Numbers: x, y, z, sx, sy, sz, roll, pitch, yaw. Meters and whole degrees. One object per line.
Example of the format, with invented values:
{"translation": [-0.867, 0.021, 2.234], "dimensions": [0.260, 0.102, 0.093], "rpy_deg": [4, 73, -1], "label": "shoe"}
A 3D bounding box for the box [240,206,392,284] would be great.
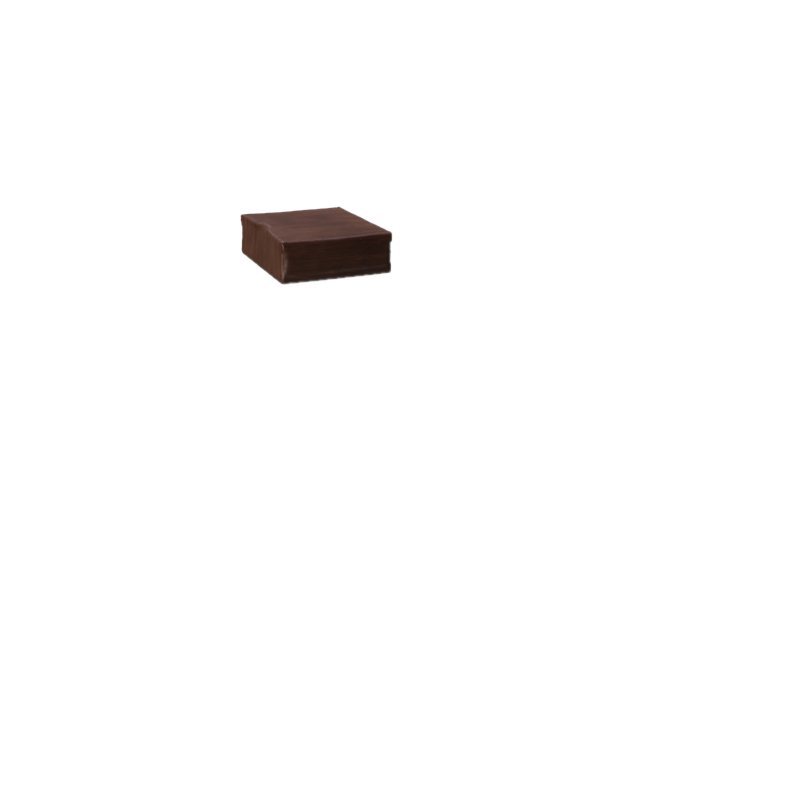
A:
{"translation": [-0.056, -0.102, 0.714], "dimensions": [0.072, 0.029, 0.095], "rpy_deg": [-8, 22, -21], "label": "box"}
